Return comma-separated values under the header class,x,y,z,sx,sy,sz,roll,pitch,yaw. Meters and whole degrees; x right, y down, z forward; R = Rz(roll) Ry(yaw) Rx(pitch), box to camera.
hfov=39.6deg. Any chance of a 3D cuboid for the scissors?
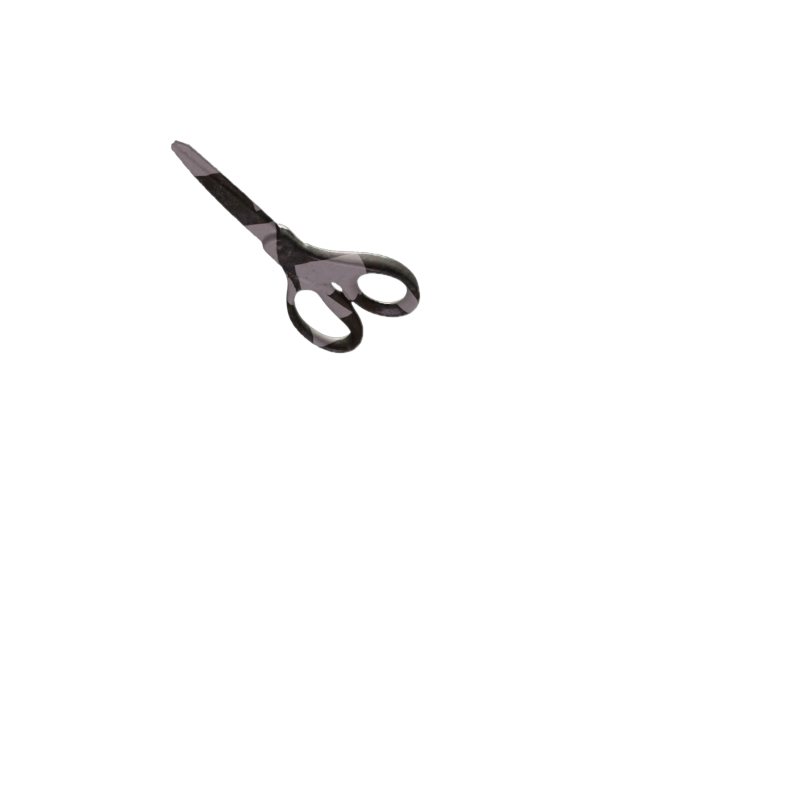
class,x,y,z,sx,sy,sz,roll,pitch,yaw
scissors,-0.053,-0.096,0.674,0.097,0.017,0.186,-13,-42,14
